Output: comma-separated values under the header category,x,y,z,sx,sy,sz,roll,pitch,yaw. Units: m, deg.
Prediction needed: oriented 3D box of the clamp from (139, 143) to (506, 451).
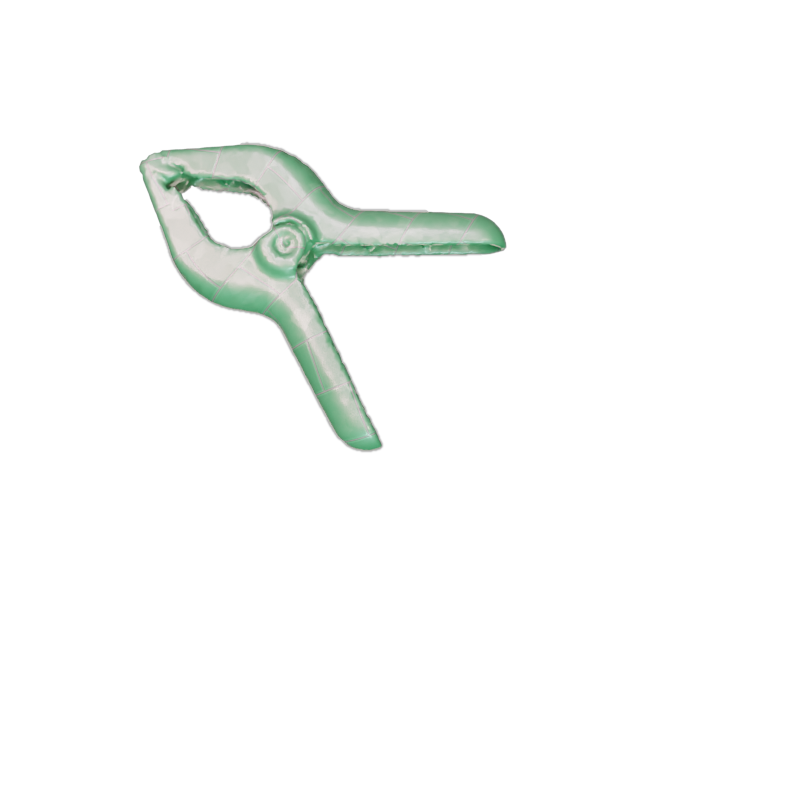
category,x,y,z,sx,sy,sz,roll,pitch,yaw
clamp,-0.040,-0.074,0.517,0.176,0.121,0.038,40,-12,11
